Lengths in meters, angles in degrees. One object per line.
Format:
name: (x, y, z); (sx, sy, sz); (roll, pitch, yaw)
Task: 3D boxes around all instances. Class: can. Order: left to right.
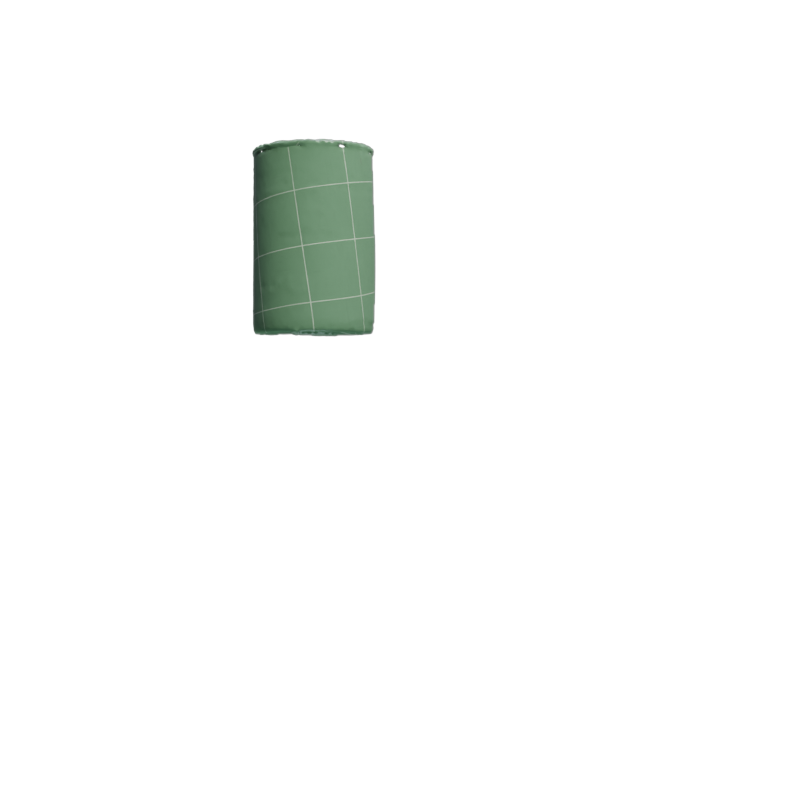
can: (-0.048, -0.087, 0.612); (0.068, 0.104, 0.068); (0, -4, -2)
